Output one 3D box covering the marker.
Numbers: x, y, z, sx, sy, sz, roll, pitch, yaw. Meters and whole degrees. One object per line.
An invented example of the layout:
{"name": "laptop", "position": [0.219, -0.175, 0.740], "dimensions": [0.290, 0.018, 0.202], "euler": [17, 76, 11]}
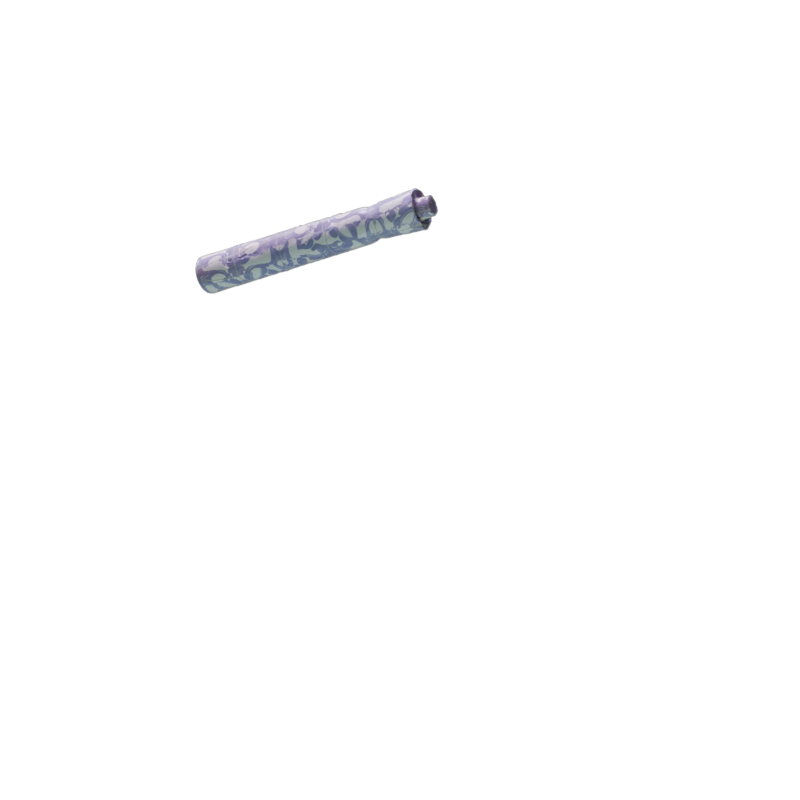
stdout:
{"name": "marker", "position": [-0.039, -0.071, 0.500], "dimensions": [0.123, 0.020, 0.019], "euler": [-13, -2, 27]}
